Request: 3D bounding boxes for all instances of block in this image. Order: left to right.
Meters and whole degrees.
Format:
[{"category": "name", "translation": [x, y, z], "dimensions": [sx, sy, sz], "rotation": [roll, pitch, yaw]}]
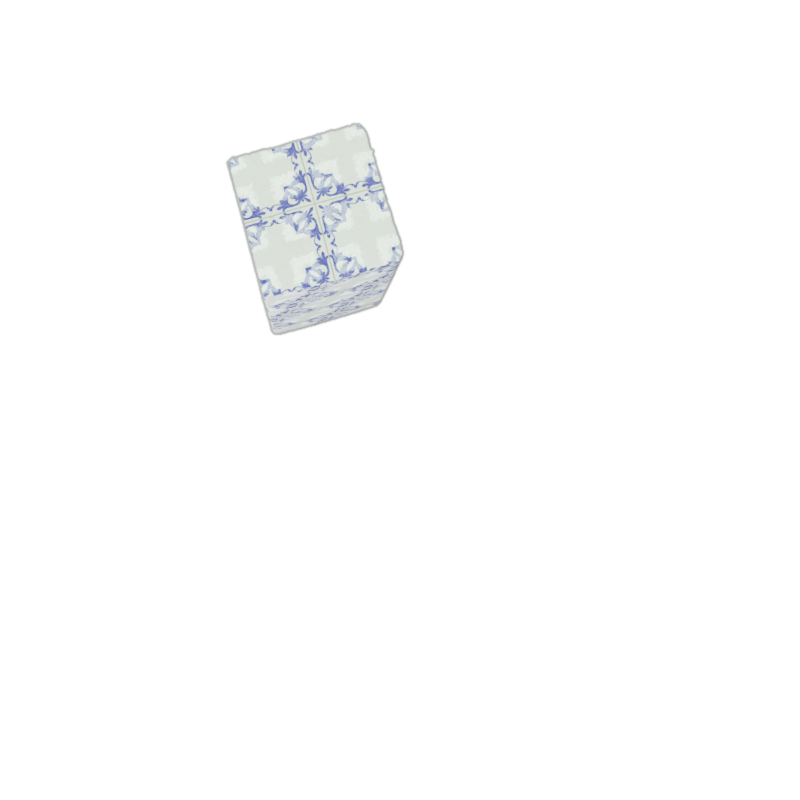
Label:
[{"category": "block", "translation": [-0.059, -0.109, 0.767], "dimensions": [0.090, 0.093, 0.203], "rotation": [-16, -3, -5]}]
